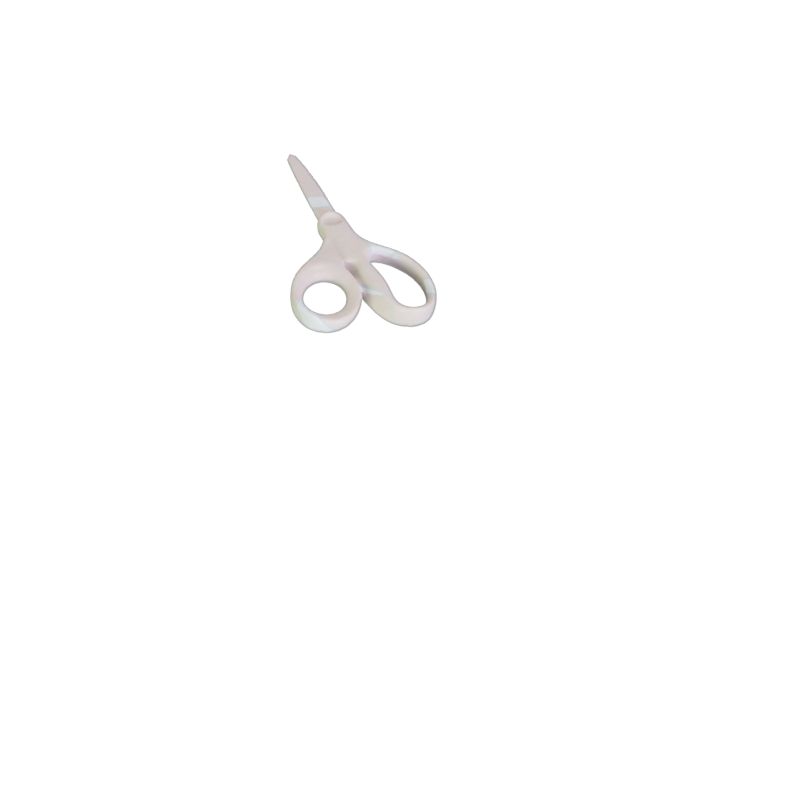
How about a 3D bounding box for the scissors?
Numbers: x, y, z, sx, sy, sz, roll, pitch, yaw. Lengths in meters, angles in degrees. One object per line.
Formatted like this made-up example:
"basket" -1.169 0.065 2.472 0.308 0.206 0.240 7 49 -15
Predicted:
"scissors" -0.056 -0.103 0.719 0.095 0.015 0.218 -23 45 -25
